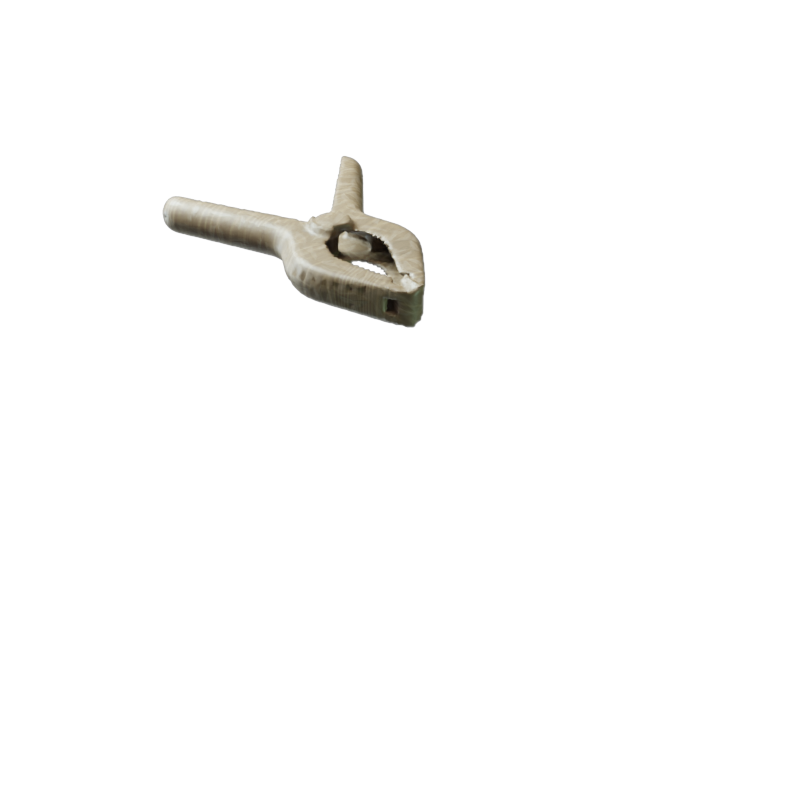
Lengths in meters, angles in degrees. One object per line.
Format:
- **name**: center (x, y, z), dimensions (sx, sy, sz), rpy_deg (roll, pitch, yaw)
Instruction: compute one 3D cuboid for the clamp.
- **clamp**: center (-0.060, -0.109, 0.760), dimensions (0.162, 0.034, 0.227), rpy_deg (-16, 38, -22)
